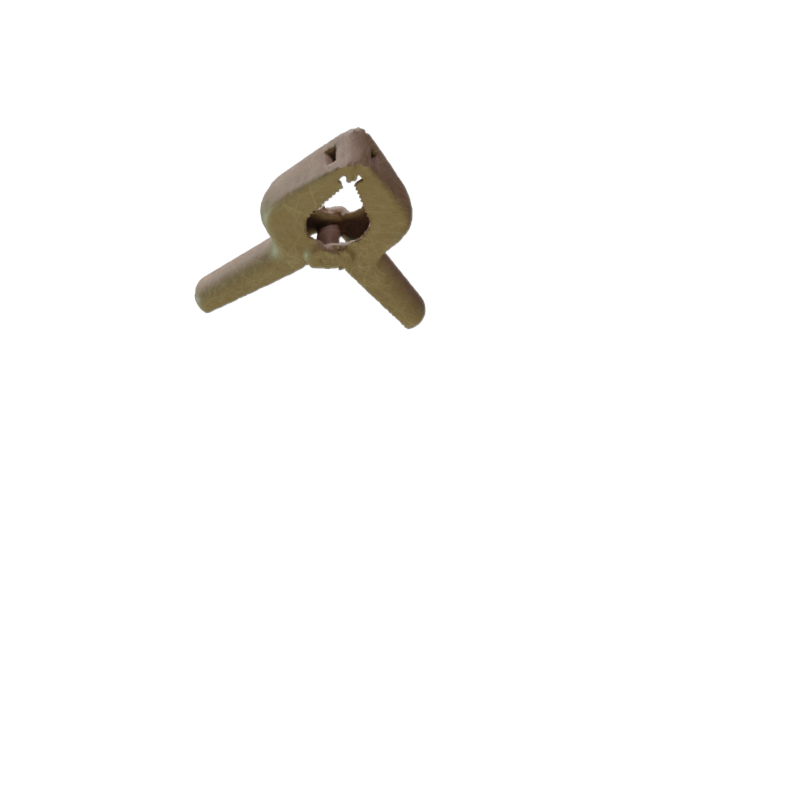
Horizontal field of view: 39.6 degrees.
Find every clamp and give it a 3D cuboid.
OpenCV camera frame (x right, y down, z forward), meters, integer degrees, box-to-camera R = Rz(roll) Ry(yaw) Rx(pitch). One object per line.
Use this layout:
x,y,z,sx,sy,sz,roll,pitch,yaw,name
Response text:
-0.056,-0.103,0.720,0.164,0.039,0.198,1,-25,-3,clamp
